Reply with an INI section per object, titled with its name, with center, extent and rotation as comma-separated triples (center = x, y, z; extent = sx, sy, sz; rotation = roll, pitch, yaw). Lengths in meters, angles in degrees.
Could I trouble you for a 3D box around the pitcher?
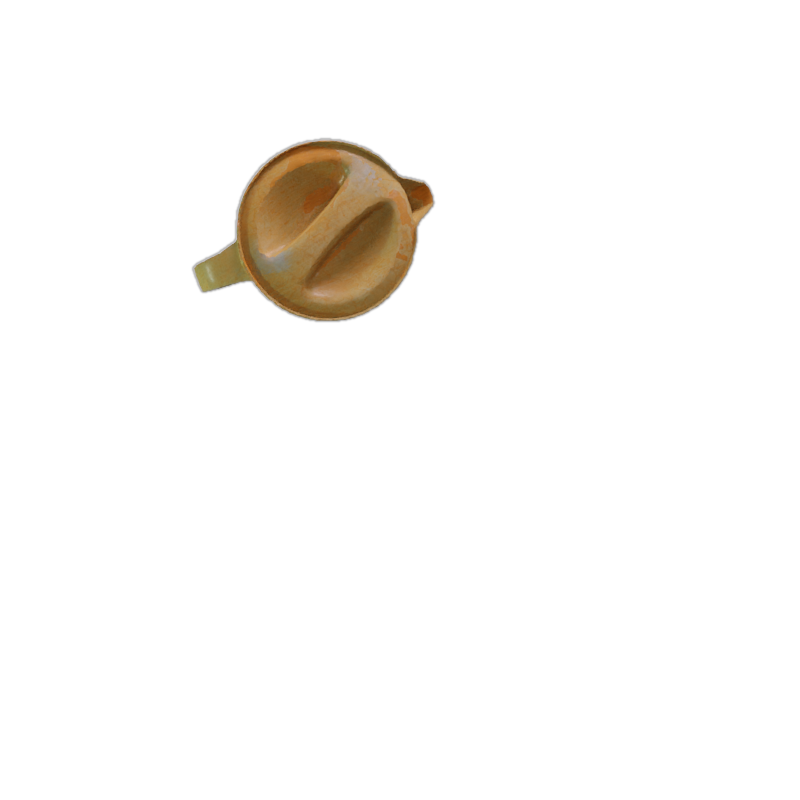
[pitcher]
center = -0.072, -0.131, 0.920
extent = 0.149, 0.145, 0.244
rotation = 23, 2, -4
